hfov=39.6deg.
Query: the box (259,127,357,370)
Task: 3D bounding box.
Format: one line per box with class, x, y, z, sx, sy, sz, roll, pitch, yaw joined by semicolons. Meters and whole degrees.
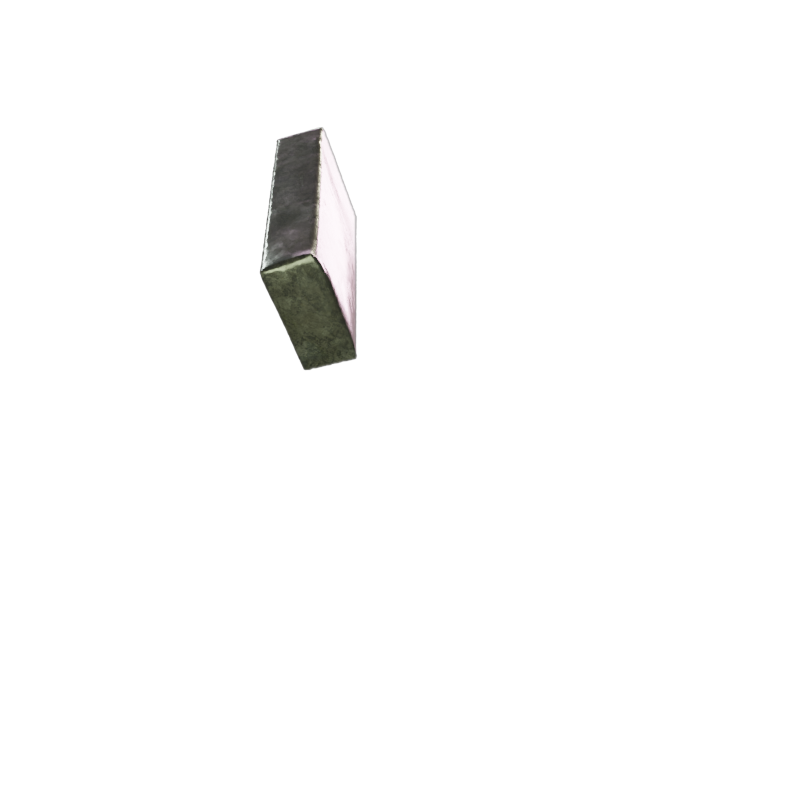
box;-0.064;-0.116;0.812;0.048;0.087;0.189;-16;37;8
